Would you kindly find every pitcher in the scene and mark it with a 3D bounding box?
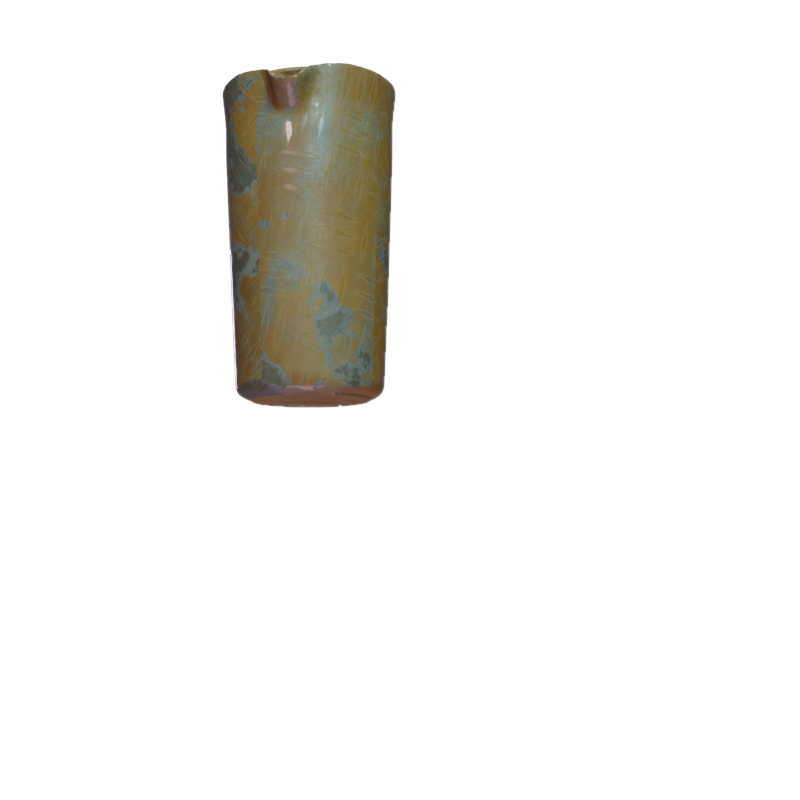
[{"bbox_3d":[-0.066,-0.120,0.838,0.142,0.251,0.147,8,-15,-36],"label":"pitcher"}]
